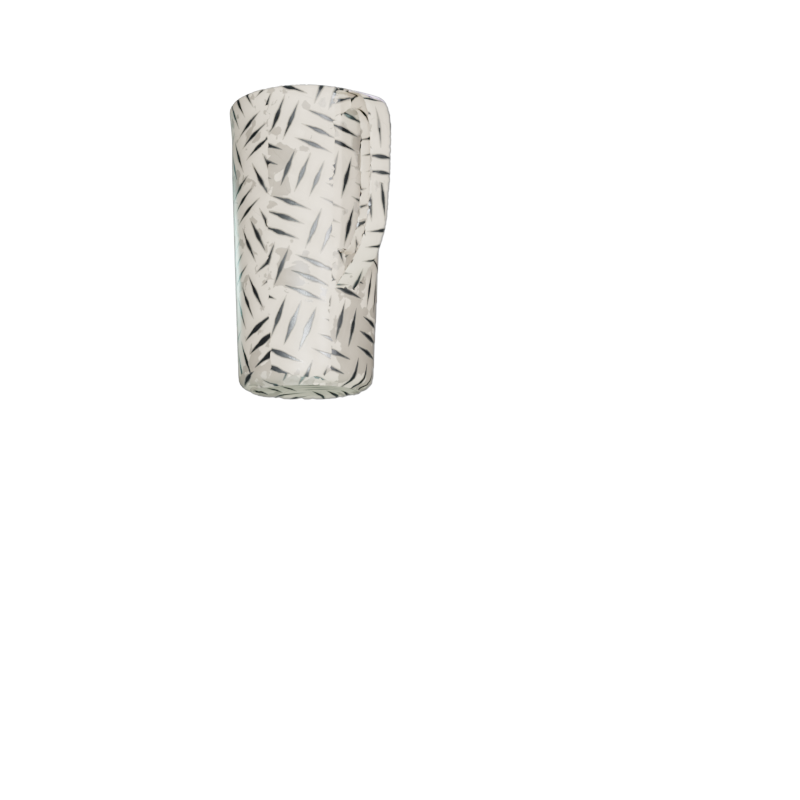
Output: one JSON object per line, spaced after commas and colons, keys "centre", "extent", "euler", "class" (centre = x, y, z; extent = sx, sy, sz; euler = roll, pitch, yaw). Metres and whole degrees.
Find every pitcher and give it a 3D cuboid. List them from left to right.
{"centre": [-0.071, -0.129, 0.902], "extent": [0.146, 0.251, 0.143], "euler": [-3, -13, 8], "class": "pitcher"}
